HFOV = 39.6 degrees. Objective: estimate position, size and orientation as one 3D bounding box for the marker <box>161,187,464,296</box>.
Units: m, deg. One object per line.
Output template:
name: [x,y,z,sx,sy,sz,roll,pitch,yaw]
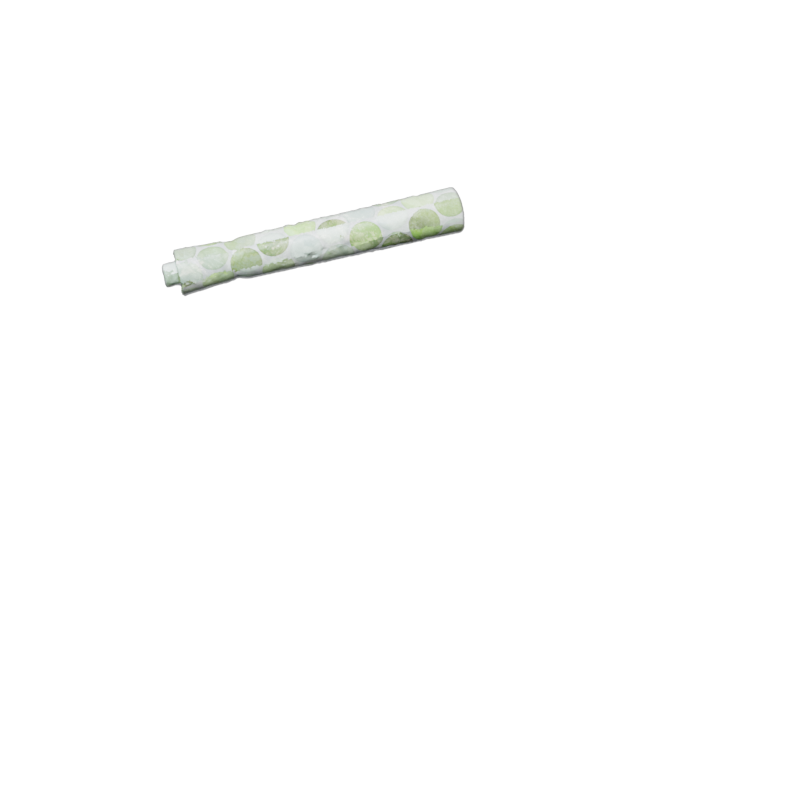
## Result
marker: [-0.034,-0.063,0.440,0.120,0.020,0.020,-14,6,-8]
